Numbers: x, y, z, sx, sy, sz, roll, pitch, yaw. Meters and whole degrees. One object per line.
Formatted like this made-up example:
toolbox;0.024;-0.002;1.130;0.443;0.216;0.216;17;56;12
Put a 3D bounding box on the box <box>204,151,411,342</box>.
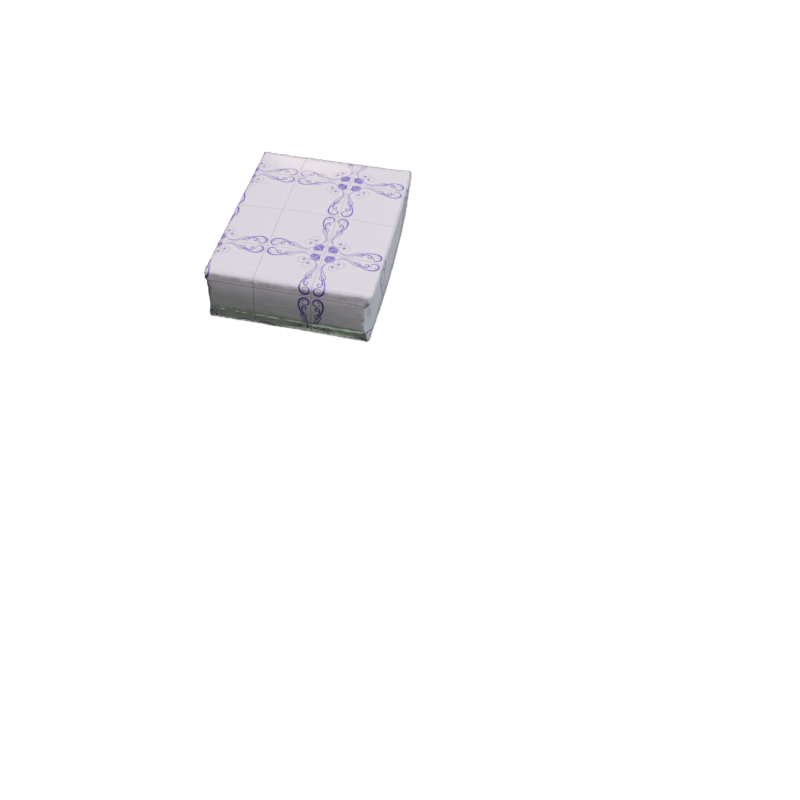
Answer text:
box;-0.048;-0.088;0.614;0.091;0.036;0.120;9;44;9
